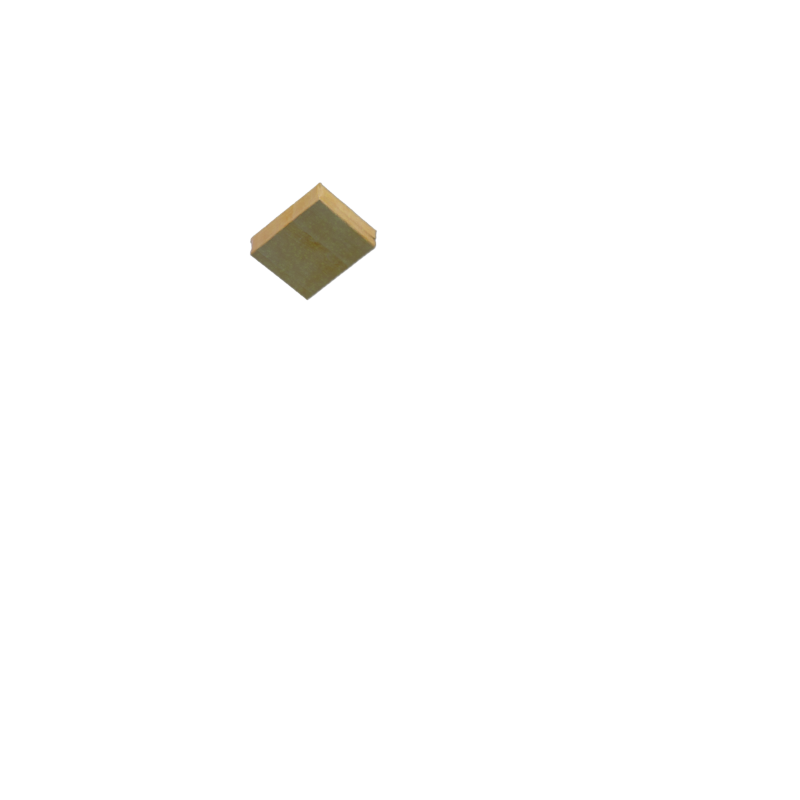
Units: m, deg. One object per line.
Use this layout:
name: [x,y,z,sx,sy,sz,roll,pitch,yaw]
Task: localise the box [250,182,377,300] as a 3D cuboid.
box: [-0.076,-0.140,0.978,0.088,0.032,0.069,-36,-59,26]
